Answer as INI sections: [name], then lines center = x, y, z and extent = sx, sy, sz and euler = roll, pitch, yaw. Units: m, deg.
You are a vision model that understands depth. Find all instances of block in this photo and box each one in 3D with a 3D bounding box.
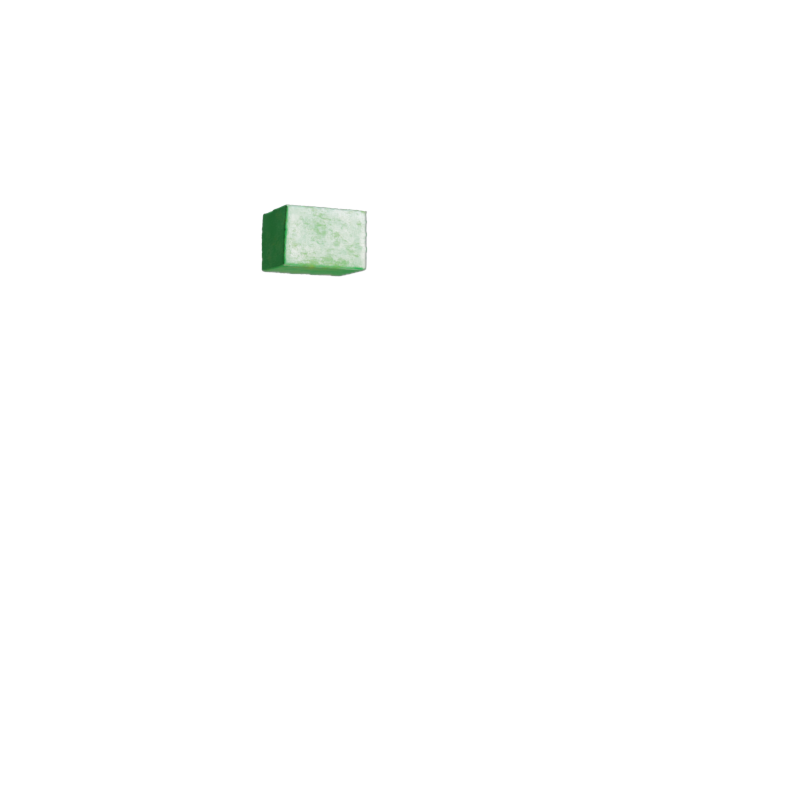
[block]
center = -0.074, -0.135, 0.943
extent = 0.075, 0.052, 0.054
euler = 1, -5, -27
